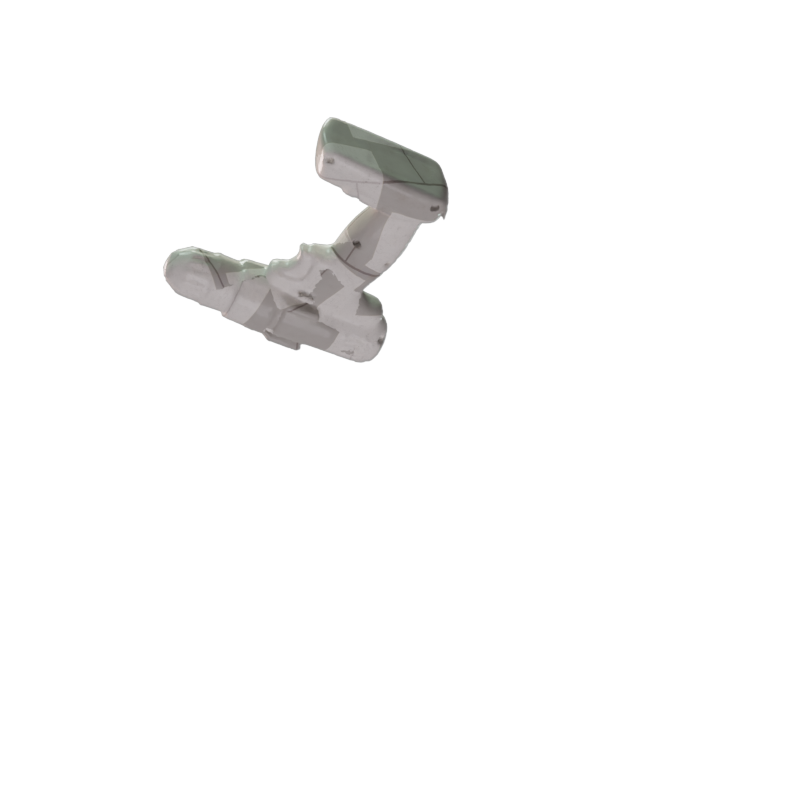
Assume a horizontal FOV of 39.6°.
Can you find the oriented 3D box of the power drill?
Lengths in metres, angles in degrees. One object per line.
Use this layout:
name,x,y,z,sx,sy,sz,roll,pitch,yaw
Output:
power drill,-0.065,-0.118,0.830,0.178,0.062,0.181,20,-49,-19
